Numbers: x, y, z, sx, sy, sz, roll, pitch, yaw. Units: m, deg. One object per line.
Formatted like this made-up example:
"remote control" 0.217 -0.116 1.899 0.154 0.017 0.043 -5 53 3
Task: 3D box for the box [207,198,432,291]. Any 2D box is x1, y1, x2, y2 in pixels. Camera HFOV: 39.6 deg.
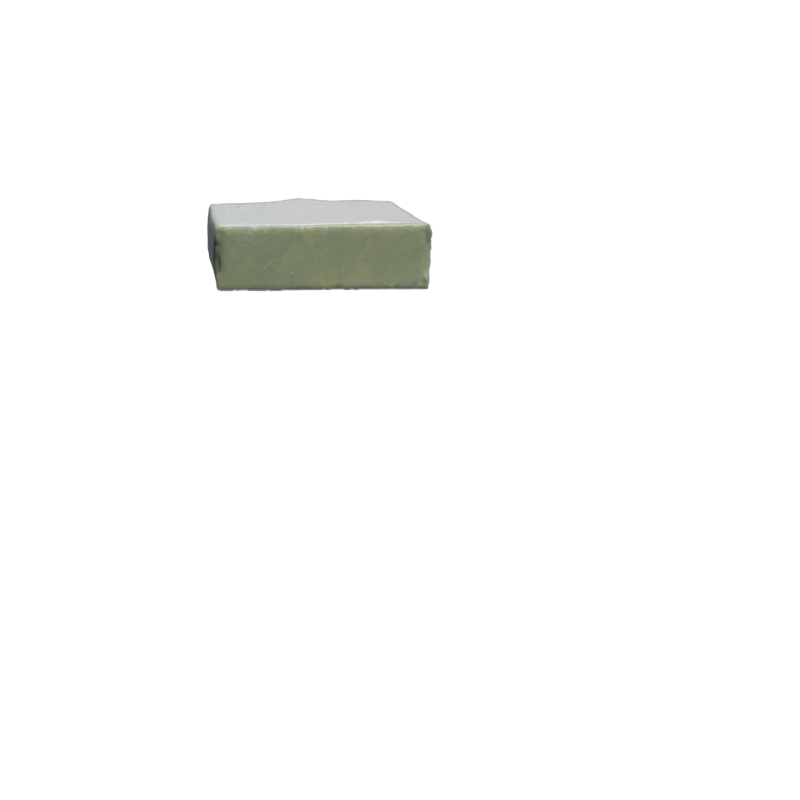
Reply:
"box" -0.037 -0.068 0.478 0.088 0.029 0.076 -2 16 -9
